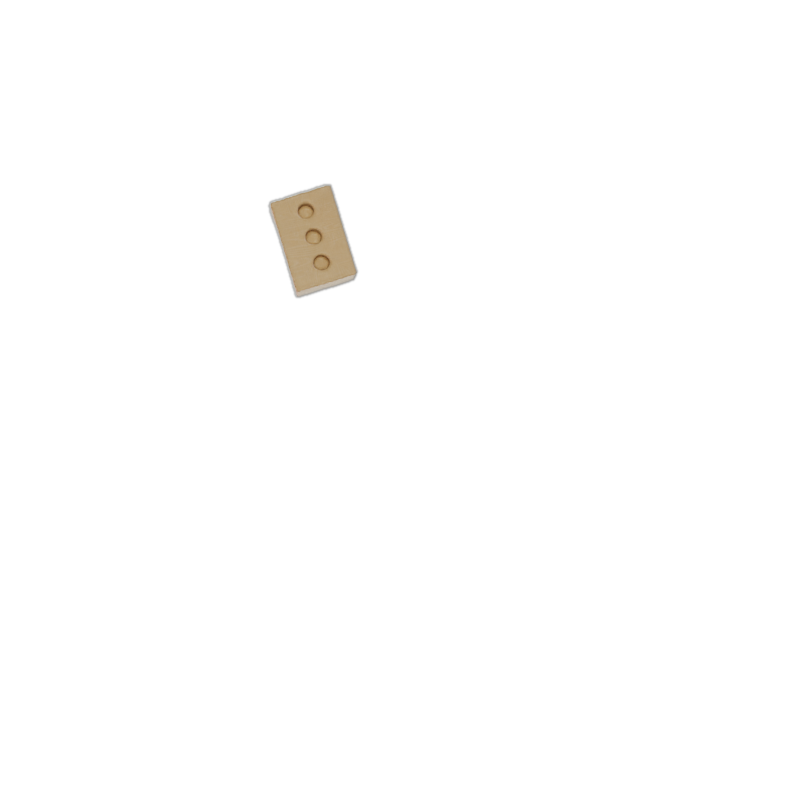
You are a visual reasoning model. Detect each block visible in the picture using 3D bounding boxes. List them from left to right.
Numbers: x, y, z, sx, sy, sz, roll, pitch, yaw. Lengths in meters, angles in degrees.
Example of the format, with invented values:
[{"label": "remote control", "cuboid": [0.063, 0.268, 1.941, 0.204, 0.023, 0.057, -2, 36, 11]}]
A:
[{"label": "block", "cuboid": [-0.071, -0.129, 0.905, 0.053, 0.080, 0.050, -17, -6, -4]}]
